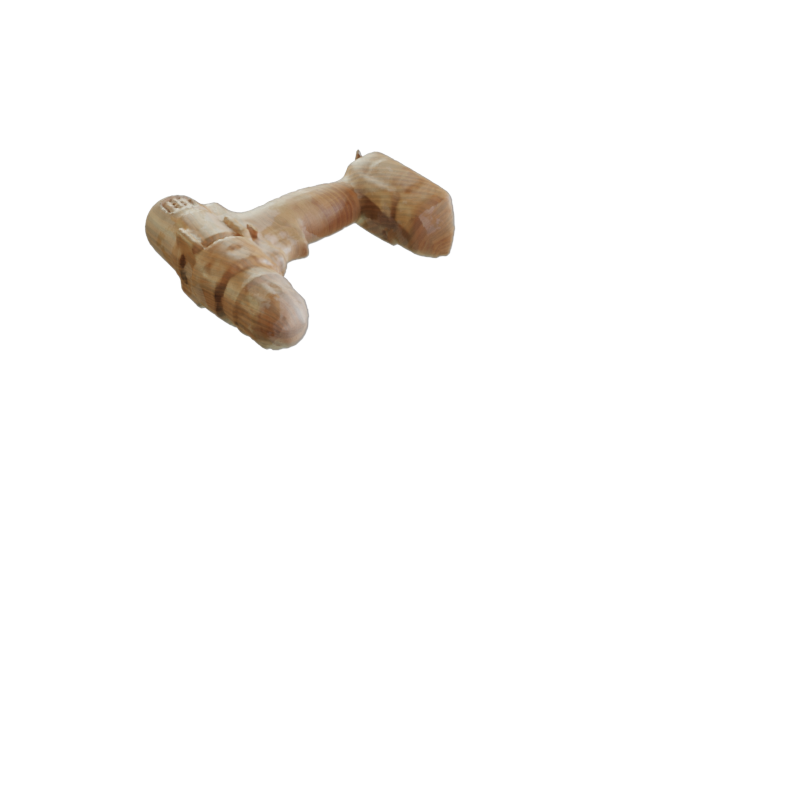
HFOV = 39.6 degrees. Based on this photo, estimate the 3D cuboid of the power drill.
[{"bbox_3d":[-0.059,-0.107,0.750,0.185,0.054,0.199,-19,38,-27],"label":"power drill"}]
